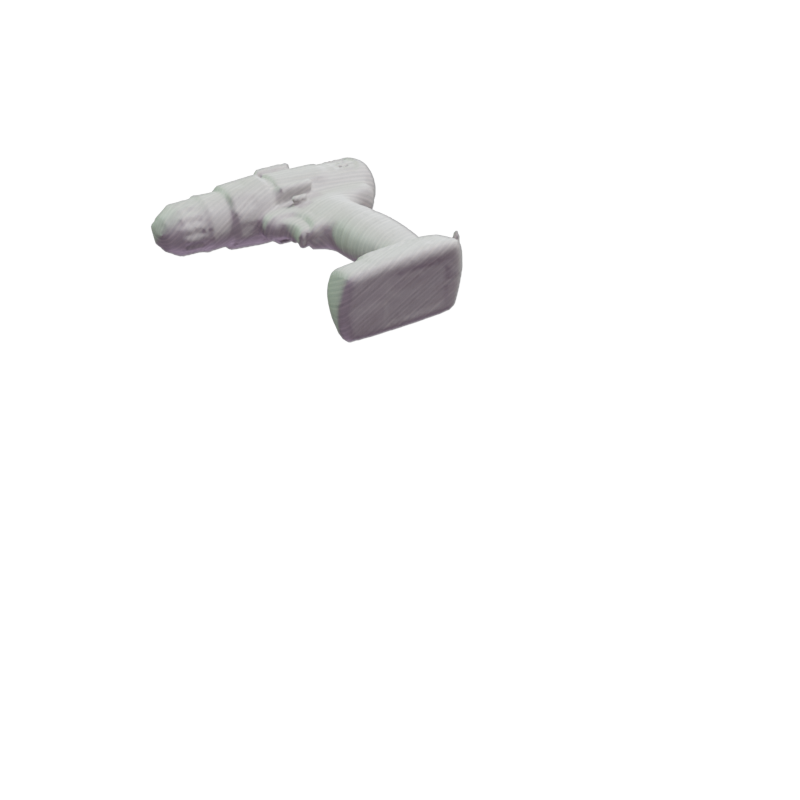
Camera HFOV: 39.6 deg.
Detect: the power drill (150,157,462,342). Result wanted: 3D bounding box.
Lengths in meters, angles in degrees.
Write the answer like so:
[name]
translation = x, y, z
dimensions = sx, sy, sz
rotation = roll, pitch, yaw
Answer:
[power drill]
translation = -0.062, -0.113, 0.792
dimensions = 0.182, 0.054, 0.202
rotation = -21, 40, -27
